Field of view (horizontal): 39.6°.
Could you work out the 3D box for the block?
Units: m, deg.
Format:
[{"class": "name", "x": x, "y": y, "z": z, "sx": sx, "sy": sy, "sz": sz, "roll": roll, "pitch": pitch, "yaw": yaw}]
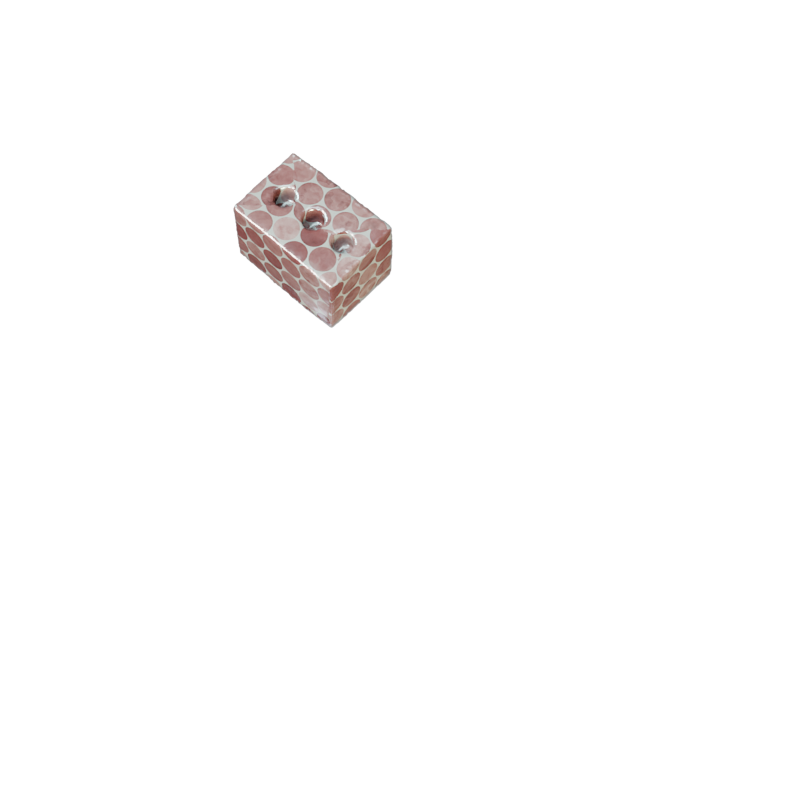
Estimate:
[{"class": "block", "x": -0.050, "y": -0.091, "z": 0.637, "sx": 0.082, "sy": 0.053, "sz": 0.048, "roll": 39, "pitch": -22, "yaw": 17}]
